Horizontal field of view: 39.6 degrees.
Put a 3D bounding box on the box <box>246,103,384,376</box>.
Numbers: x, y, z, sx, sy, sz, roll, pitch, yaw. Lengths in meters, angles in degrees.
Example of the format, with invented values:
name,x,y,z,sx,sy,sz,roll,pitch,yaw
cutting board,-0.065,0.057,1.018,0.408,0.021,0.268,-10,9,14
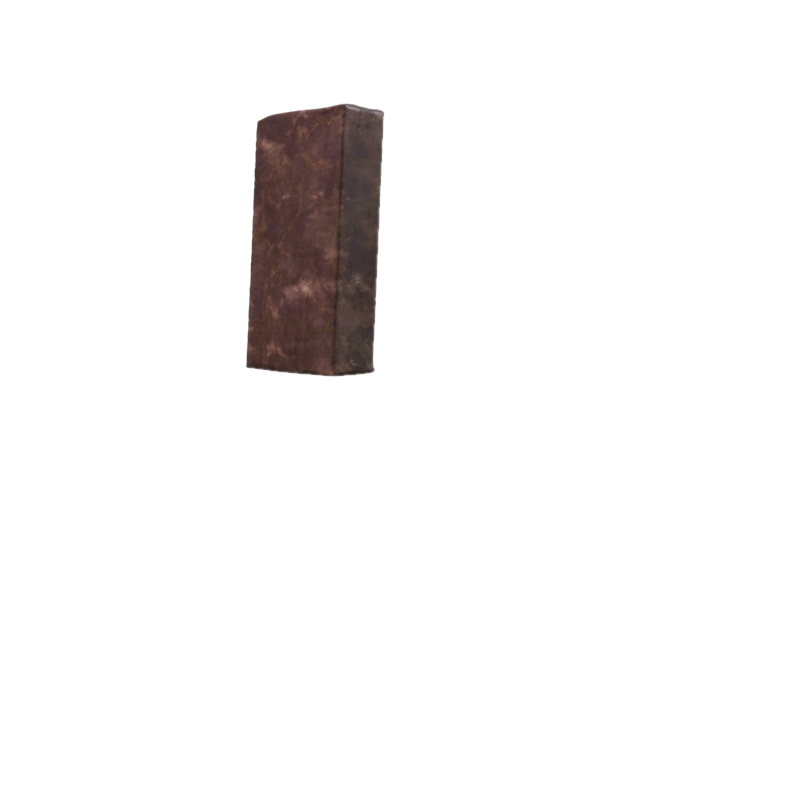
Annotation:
name,x,y,z,sx,sy,sz,roll,pitch,yaw
box,-0.059,-0.107,0.750,0.046,0.177,0.097,2,-2,-44
